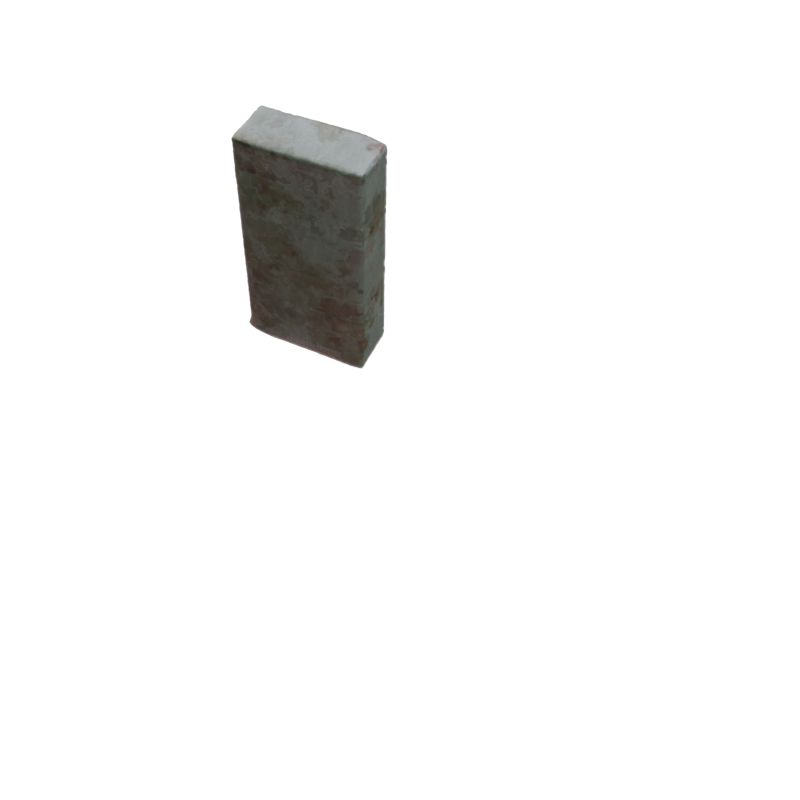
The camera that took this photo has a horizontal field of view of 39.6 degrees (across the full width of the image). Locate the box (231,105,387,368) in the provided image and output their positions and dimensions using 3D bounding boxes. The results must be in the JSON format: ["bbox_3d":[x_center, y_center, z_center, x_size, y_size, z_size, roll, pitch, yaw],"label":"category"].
[{"bbox_3d":[-0.058,-0.106,0.740,0.097,0.164,0.050,21,48,17],"label":"box"}]
